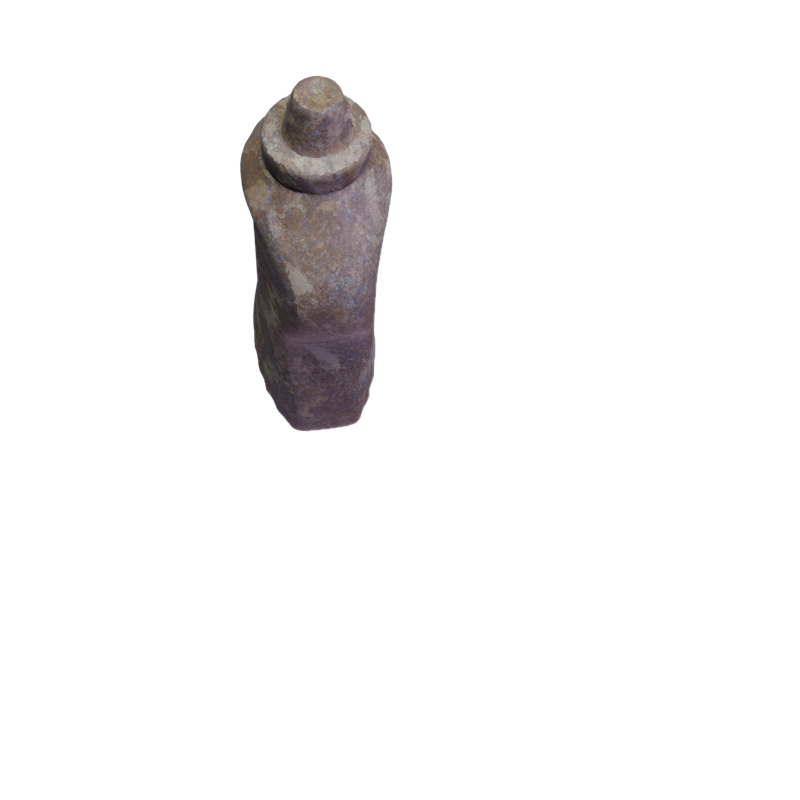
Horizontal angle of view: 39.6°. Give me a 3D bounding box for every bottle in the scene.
[{"bbox_3d":[-0.036,-0.066,0.465,0.058,0.102,0.181,-5,-27,-6],"label":"bottle"}]
